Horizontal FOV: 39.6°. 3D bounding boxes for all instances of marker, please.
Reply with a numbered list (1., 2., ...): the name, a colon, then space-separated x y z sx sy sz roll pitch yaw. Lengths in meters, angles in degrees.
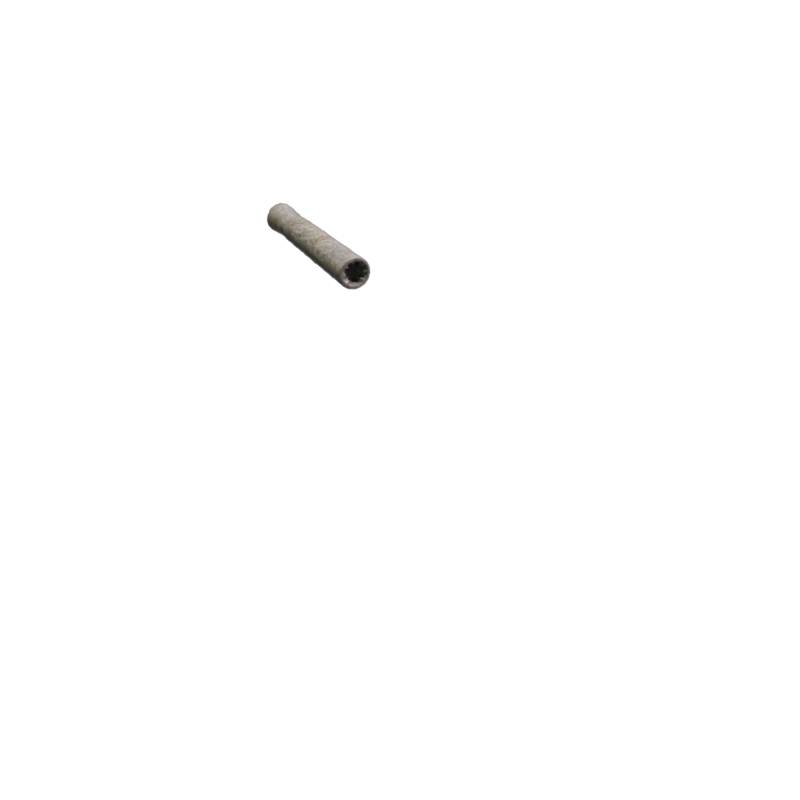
1. marker: -0.051 -0.093 0.650 0.019 0.019 0.129 -2 23 -26
